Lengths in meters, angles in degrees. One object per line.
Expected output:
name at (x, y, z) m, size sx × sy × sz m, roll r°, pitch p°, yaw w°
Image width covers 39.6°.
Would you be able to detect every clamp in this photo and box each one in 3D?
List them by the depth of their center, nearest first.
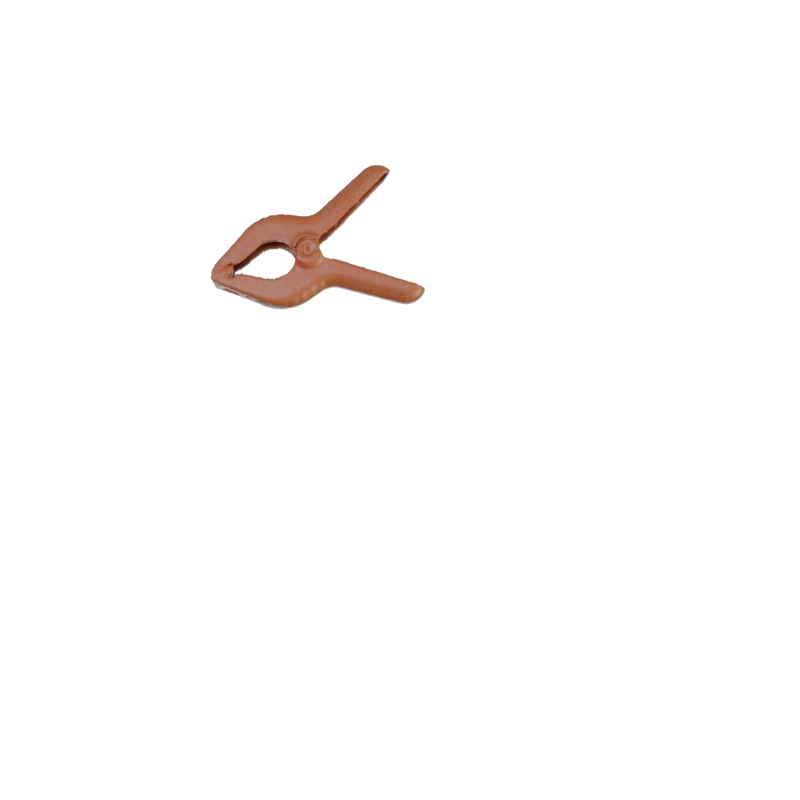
clamp at (-0.071, -0.130, 0.912) m, size 0.171 × 0.127 × 0.037 m, roll -6°, pitch -22°, yaw -3°
